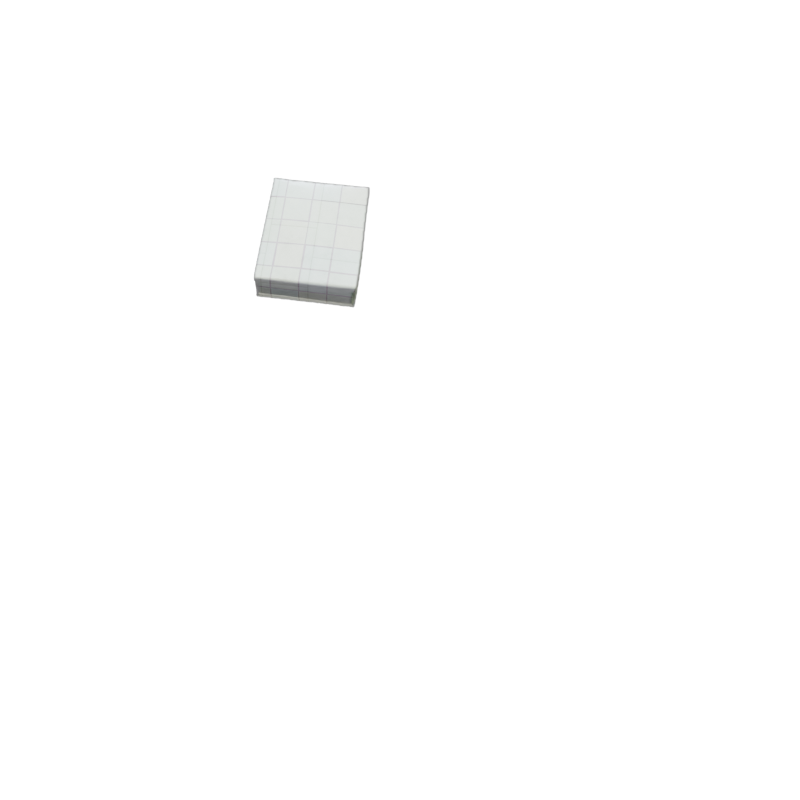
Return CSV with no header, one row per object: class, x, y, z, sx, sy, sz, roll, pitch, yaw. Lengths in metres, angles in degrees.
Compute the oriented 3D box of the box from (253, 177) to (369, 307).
box,-0.078,-0.142,0.993,0.090,0.120,0.036,5,-33,3
